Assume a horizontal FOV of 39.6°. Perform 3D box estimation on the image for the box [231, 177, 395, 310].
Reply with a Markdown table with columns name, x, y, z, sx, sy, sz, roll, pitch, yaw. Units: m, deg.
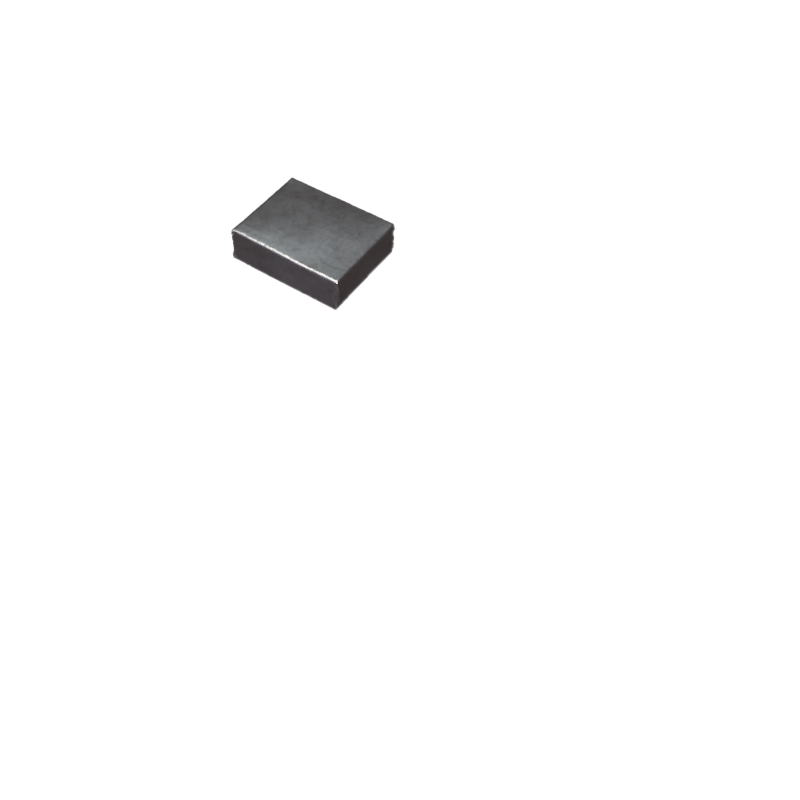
| name | x | y | z | sx | sy | sz | roll | pitch | yaw |
| --- | --- | --- | --- | --- | --- | --- | --- | --- | --- |
| box | -0.075 | -0.137 | 0.957 | 0.119 | 0.036 | 0.092 | 25 | 50 | 23 |
